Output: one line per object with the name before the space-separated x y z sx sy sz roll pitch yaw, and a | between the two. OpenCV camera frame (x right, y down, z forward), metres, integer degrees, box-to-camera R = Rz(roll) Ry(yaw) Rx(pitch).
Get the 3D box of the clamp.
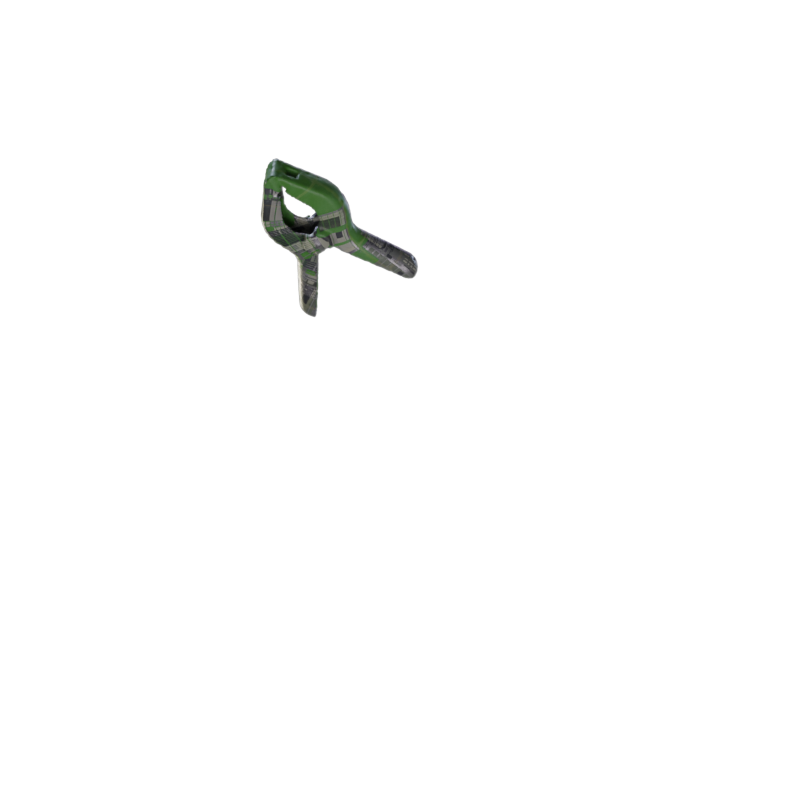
clamp | -0.078 -0.143 1.000 0.119 0.161 0.042 -33 31 22
